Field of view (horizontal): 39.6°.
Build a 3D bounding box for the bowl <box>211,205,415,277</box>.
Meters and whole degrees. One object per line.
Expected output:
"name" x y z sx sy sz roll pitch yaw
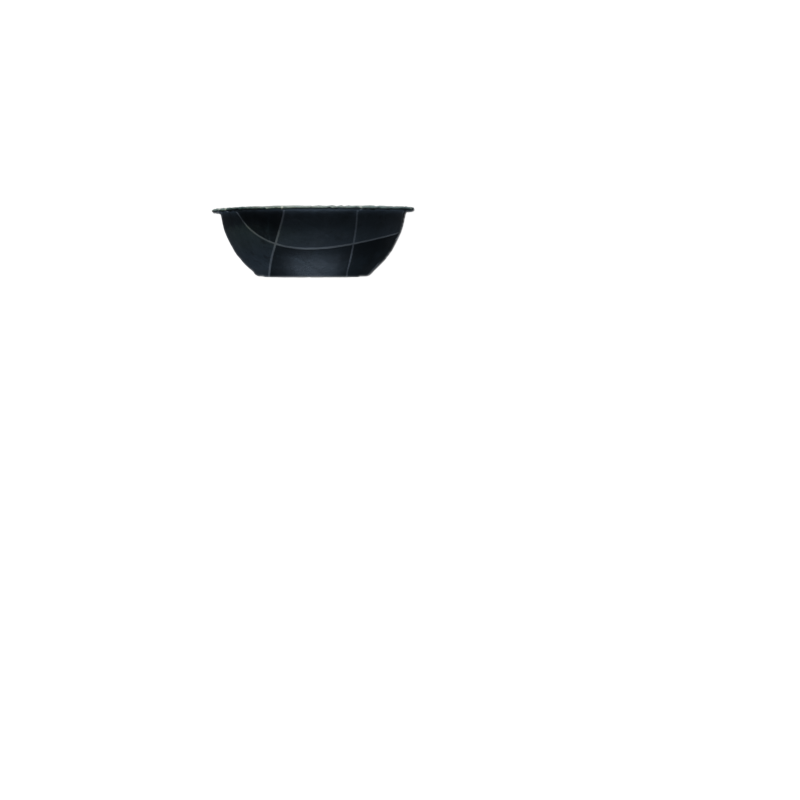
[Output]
"bowl" -0.069 -0.126 0.884 0.162 0.055 0.164 0 7 -2
